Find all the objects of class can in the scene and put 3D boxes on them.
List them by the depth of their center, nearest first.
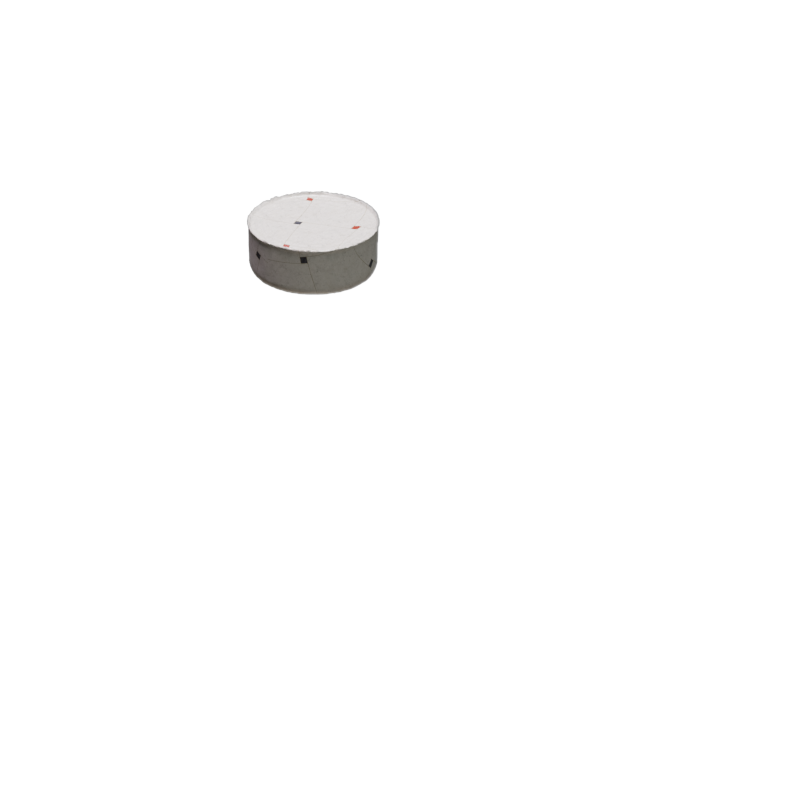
[{"bbox_3d":[-0.057,-0.103,0.723,0.086,0.032,0.091,-1,33,-2],"label":"can"}]
